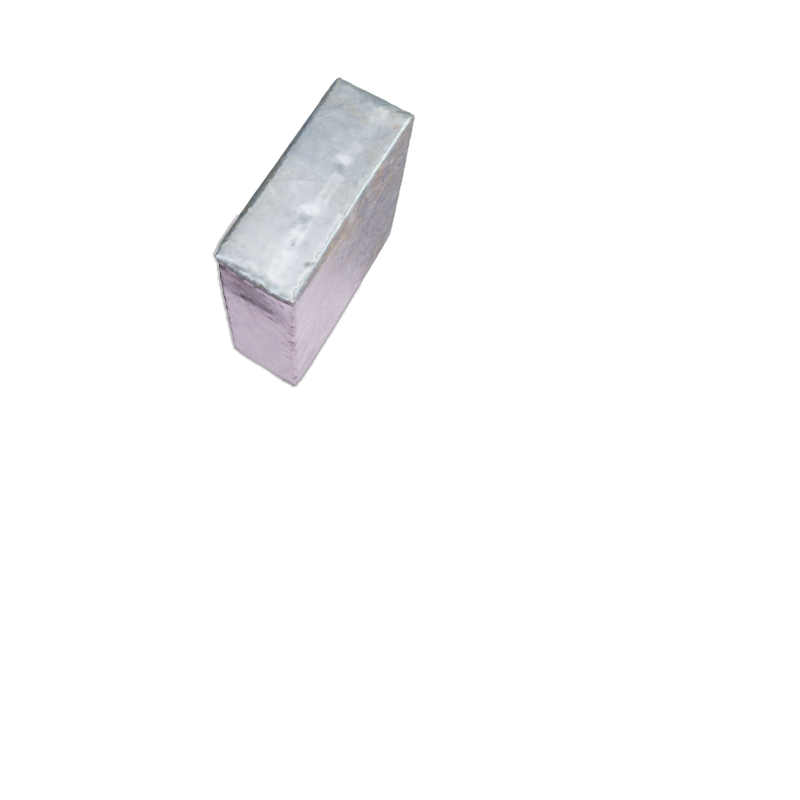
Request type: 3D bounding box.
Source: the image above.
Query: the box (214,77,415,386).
[{"bbox_3d":[-0.066,-0.120,0.840,0.073,0.168,0.205,29,-16,4],"label":"box"}]
